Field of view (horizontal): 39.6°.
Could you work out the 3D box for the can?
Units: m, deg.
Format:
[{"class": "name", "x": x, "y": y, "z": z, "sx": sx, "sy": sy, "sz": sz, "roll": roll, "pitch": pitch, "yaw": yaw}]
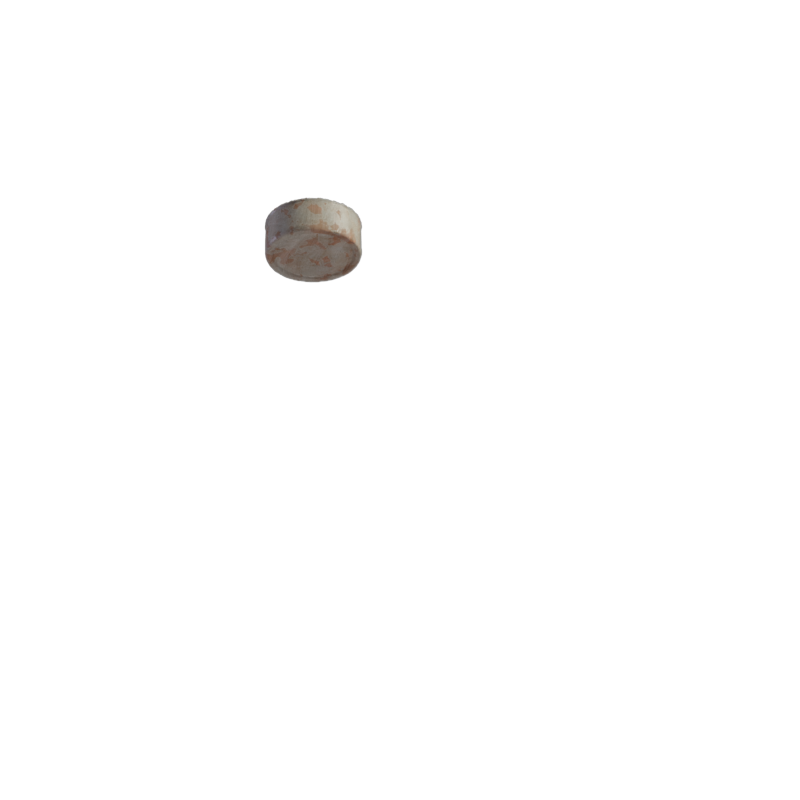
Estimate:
[{"class": "can", "x": -0.076, "y": -0.138, "z": 0.969, "sx": 0.086, "sy": 0.036, "sz": 0.081, "roll": 1, "pitch": -29, "yaw": -2}]
